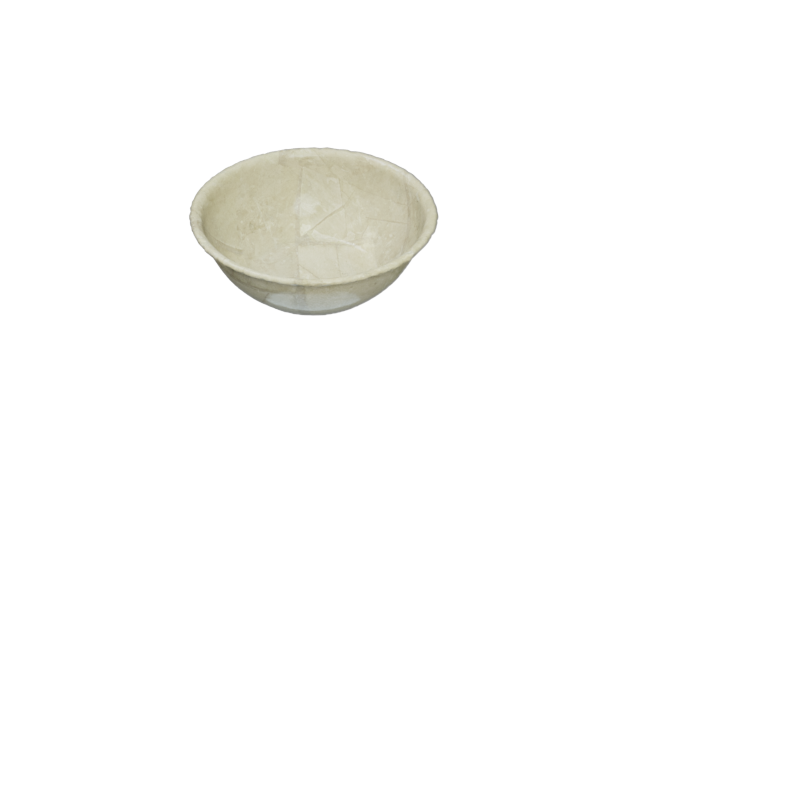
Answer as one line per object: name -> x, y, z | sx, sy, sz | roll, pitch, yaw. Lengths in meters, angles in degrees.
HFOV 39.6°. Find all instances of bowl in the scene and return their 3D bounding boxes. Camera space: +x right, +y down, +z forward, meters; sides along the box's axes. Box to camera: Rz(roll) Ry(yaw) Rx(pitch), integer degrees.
bowl -> -0.058, -0.105, 0.736 | 0.162, 0.051, 0.174 | -1, 40, -2
